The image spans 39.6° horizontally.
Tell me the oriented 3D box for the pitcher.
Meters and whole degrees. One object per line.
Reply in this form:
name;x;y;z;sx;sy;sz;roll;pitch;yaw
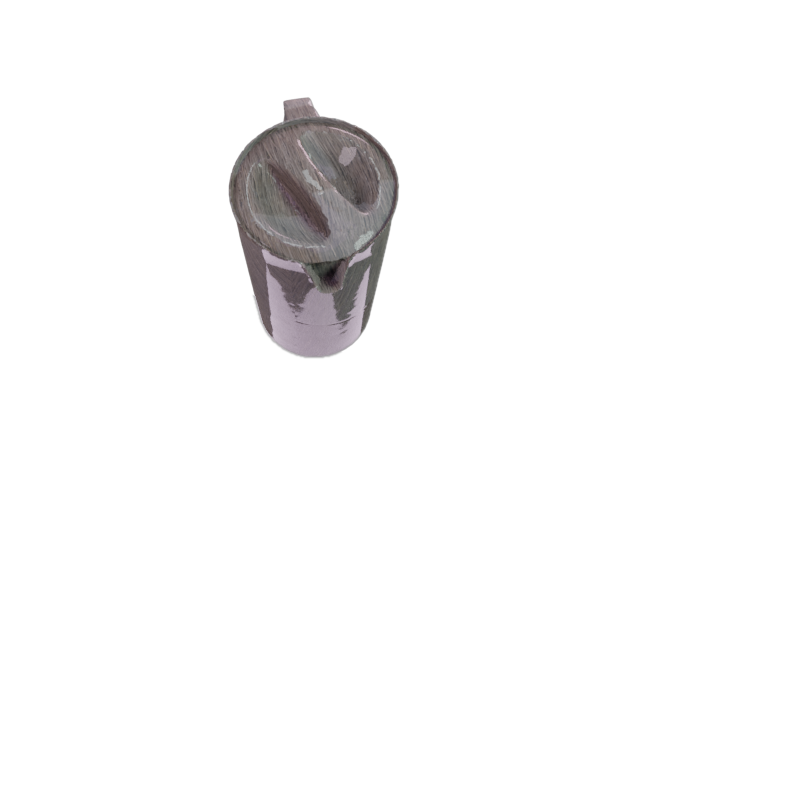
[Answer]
pitcher;-0.076;-0.139;0.971;0.149;0.152;0.231;33;-20;10
